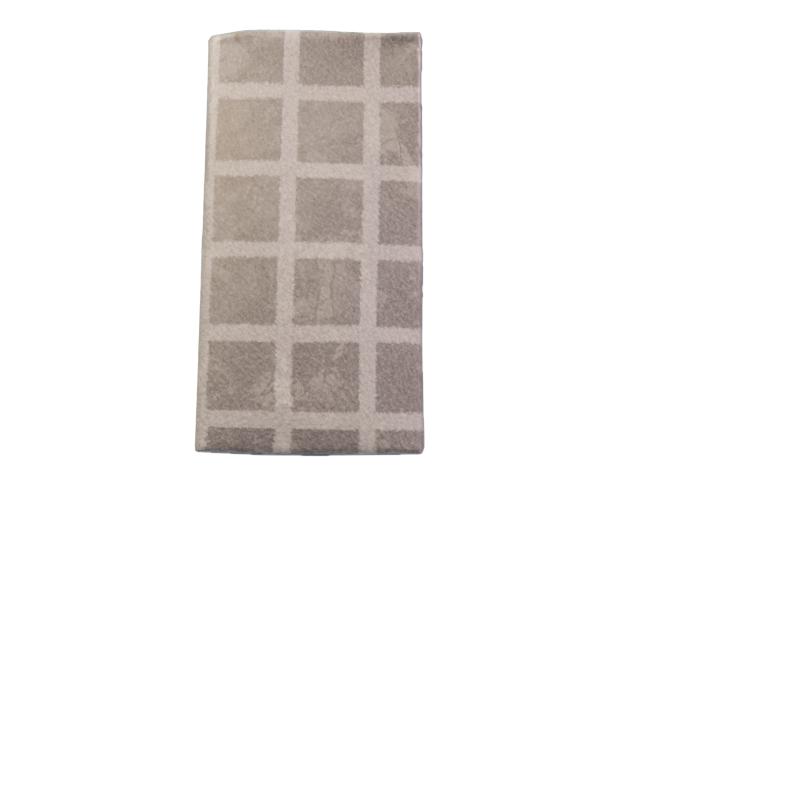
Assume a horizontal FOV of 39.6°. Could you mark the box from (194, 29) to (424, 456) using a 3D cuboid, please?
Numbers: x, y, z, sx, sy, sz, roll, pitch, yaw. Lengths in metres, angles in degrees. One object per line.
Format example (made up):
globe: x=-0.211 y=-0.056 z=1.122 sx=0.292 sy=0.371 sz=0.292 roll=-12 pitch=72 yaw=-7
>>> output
box: x=-0.037 y=-0.067 z=0.467 sx=0.093 sy=0.180 sz=0.047 roll=0 pitch=-8 yaw=0
